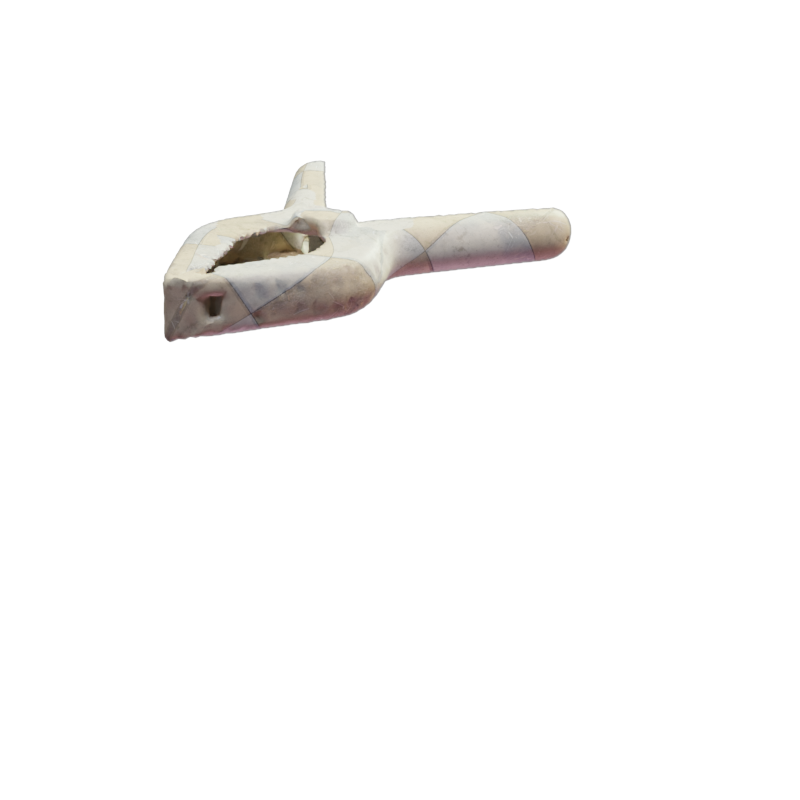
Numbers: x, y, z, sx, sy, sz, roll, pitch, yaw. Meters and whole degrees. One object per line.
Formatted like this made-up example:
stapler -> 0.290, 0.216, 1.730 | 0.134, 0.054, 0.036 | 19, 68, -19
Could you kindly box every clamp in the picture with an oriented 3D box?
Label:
clamp -> -0.041, -0.076, 0.530 | 0.174, 0.035, 0.208 | 21, 32, 37
